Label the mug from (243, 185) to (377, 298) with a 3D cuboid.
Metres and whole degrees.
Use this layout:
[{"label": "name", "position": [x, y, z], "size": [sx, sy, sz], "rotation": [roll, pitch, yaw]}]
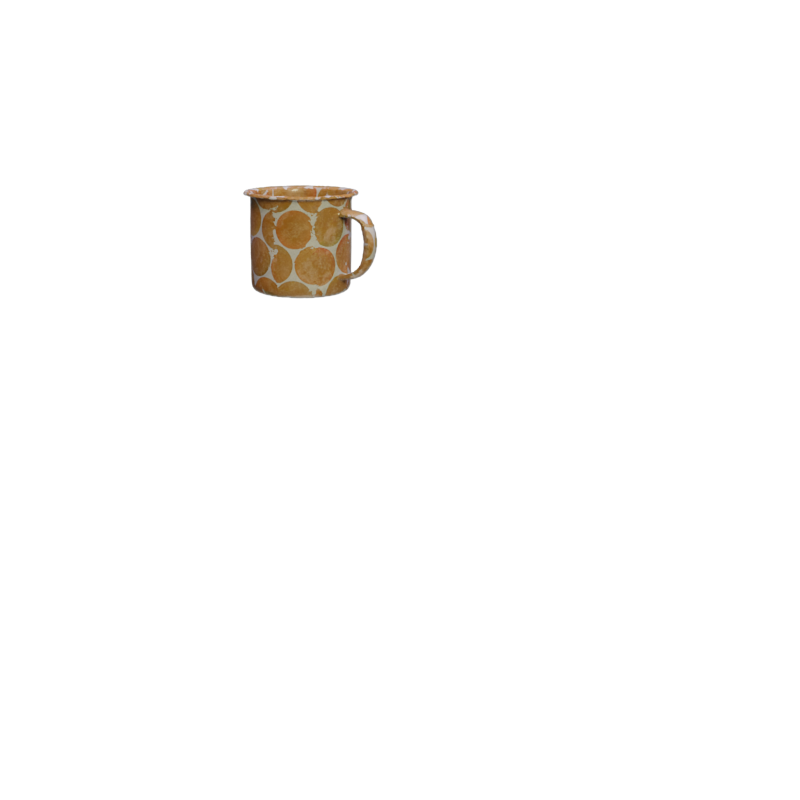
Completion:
[{"label": "mug", "position": [-0.070, -0.127, 0.893], "size": [0.122, 0.079, 0.092], "rotation": [9, 15, 30]}]
